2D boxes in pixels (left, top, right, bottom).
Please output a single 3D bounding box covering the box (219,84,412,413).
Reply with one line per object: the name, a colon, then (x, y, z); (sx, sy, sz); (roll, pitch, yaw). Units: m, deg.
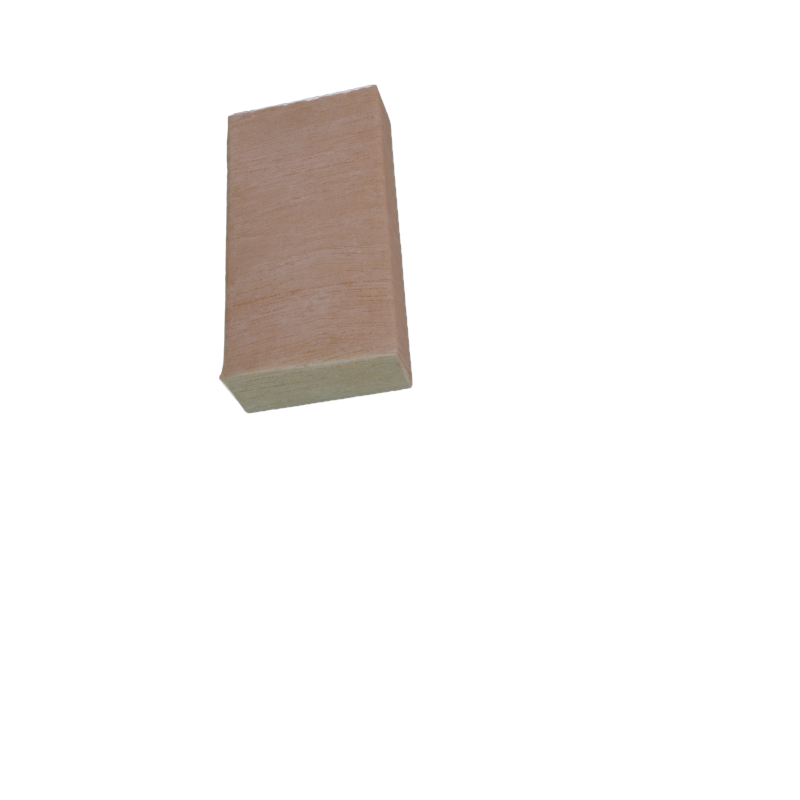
box: (-0.047, -0.086, 0.604); (0.094, 0.189, 0.044); (-10, -35, 11)
